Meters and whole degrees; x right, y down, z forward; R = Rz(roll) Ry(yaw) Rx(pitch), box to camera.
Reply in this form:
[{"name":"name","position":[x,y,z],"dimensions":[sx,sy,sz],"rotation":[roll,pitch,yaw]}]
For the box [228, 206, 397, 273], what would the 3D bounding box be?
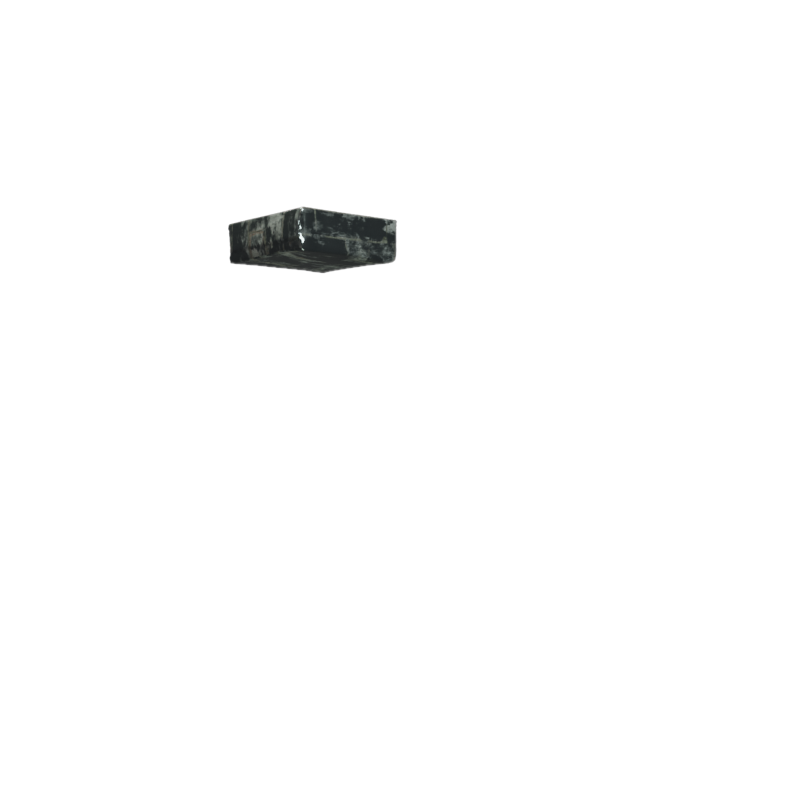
[{"name":"box","position":[-0.072,-0.131,0.915],"dimensions":[0.093,0.040,0.108],"rotation":[-3,-4,44]}]
